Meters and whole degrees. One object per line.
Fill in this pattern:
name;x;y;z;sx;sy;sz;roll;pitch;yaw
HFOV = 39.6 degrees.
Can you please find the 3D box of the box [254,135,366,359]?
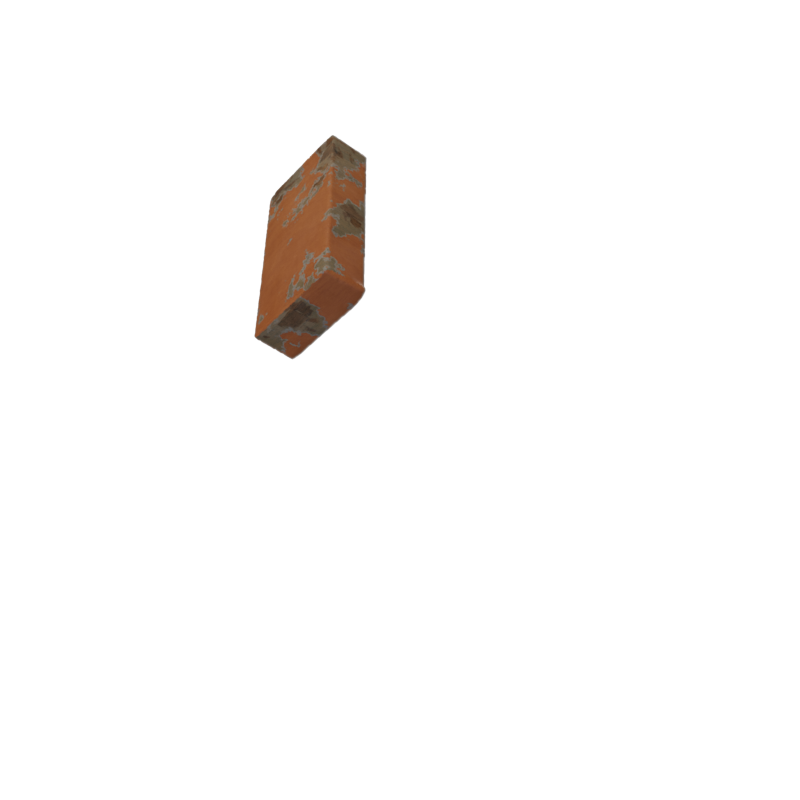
box;-0.071;-0.128;0.899;0.045;0.189;0.092;30;-54;-30
